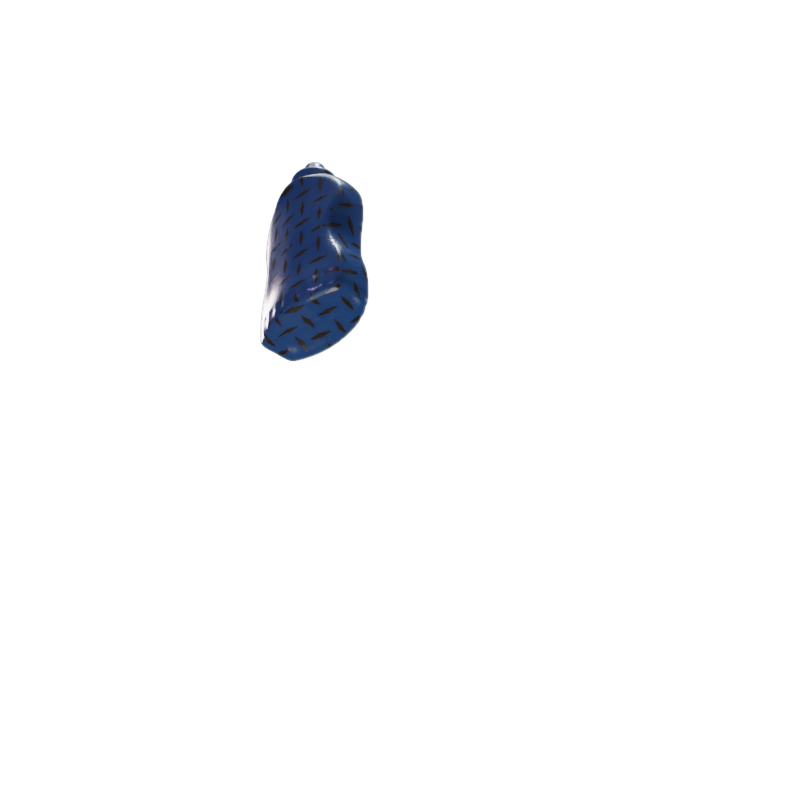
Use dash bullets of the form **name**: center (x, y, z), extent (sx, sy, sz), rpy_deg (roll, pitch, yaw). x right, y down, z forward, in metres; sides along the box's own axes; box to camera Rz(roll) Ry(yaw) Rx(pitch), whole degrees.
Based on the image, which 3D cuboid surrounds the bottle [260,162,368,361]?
- **bottle**: center (-0.071, -0.129, 0.908), extent (0.055, 0.206, 0.095), rpy_deg (30, -53, -30)
